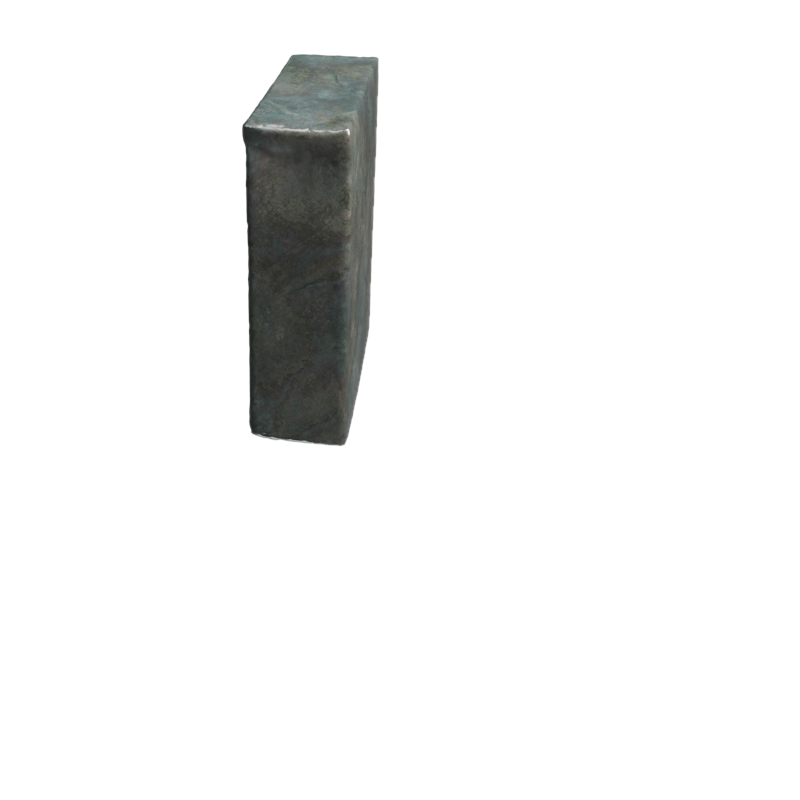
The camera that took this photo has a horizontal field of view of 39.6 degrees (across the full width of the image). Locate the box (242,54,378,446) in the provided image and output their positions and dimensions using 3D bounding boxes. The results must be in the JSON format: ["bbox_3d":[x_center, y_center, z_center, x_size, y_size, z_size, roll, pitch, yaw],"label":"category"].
[{"bbox_3d":[-0.058,-0.105,0.736,0.072,0.202,0.172,4,28,3],"label":"box"}]
